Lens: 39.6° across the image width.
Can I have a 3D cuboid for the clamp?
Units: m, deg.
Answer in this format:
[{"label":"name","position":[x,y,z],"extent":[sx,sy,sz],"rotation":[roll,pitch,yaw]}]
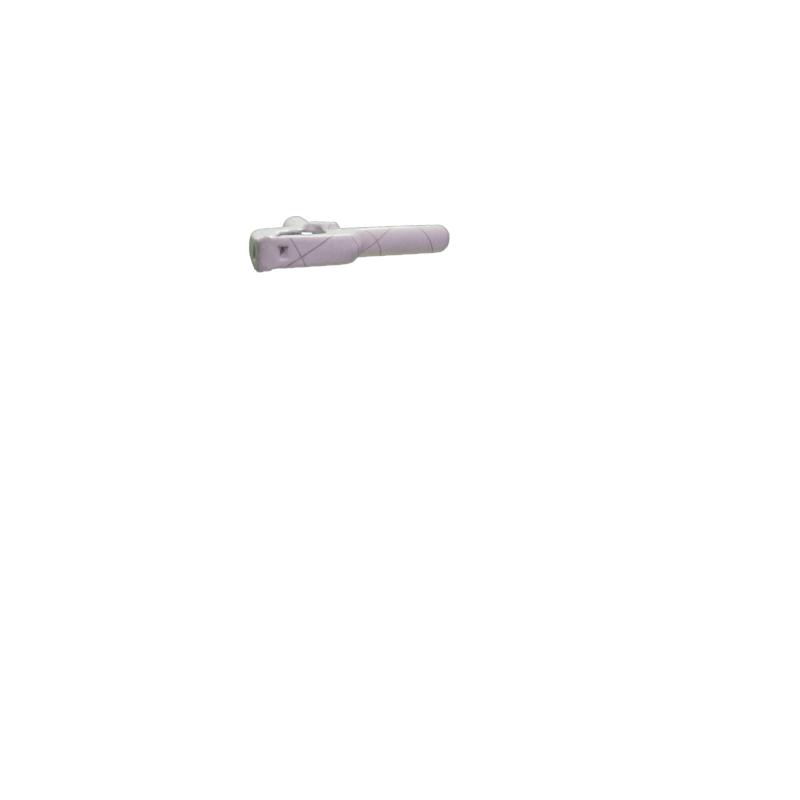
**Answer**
[{"label":"clamp","position":[-0.075,-0.136,0.953],"extent":[0.171,0.035,0.206],"rotation":[8,16,30]}]
